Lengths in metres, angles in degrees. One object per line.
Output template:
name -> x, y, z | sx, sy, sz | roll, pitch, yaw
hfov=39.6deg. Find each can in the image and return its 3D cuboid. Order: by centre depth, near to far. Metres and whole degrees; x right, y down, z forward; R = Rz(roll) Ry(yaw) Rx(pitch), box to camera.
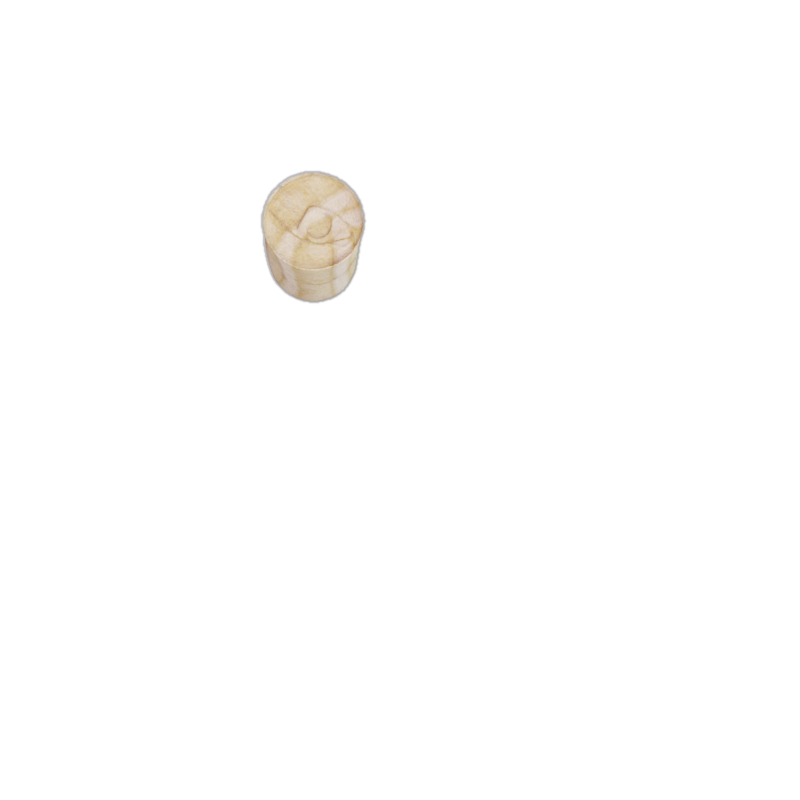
can -> -0.061, -0.111, 0.780 | 0.068, 0.071, 0.099 | 0, -11, -3
